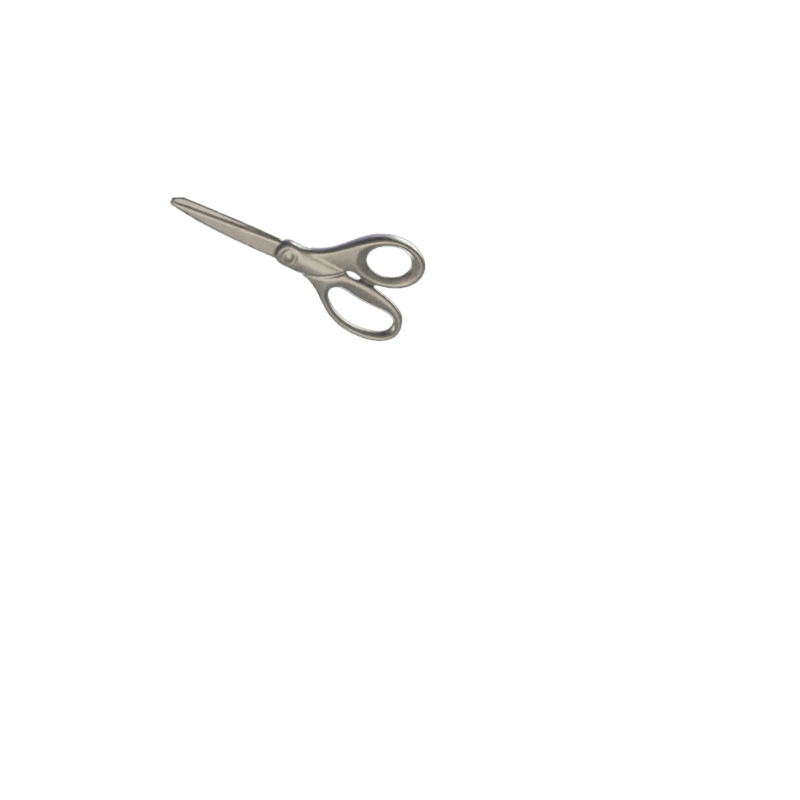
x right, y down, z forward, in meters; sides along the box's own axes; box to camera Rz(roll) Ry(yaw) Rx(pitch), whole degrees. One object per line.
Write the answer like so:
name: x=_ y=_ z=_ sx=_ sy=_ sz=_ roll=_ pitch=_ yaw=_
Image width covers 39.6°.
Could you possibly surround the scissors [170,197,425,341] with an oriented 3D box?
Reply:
scissors: x=-0.065 y=-0.119 z=0.834 sx=0.193 sy=0.095 sz=0.017 roll=39 pitch=20 yaw=-17
